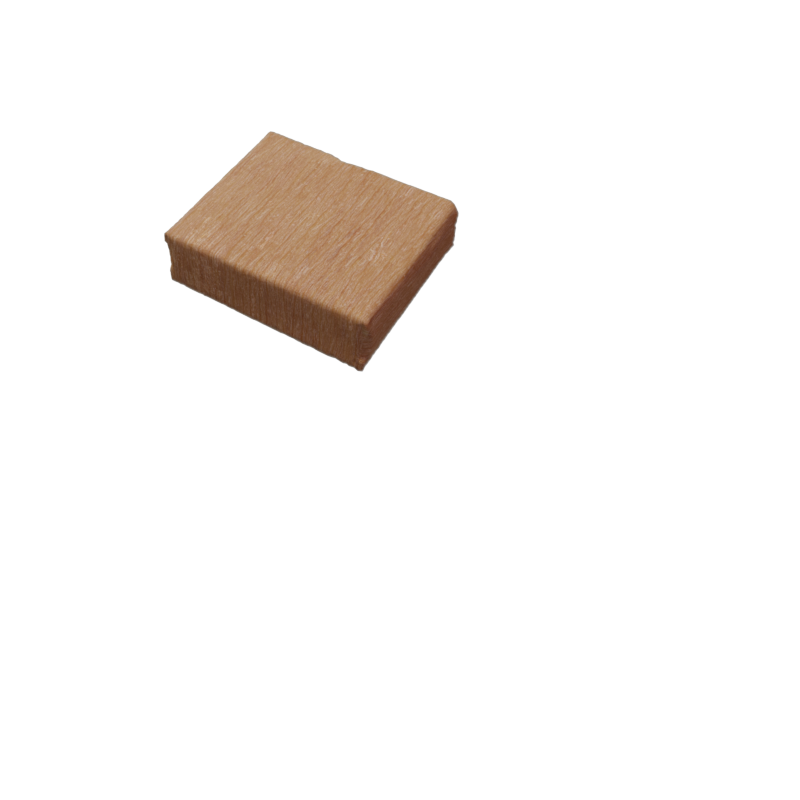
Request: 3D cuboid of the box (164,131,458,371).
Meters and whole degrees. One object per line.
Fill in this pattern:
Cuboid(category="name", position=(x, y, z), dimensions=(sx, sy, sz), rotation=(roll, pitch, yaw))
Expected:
Cuboid(category="box", position=(-0.033, -0.061, 0.428), dimensions=(0.093, 0.028, 0.075), rotation=(24, 53, 20))
